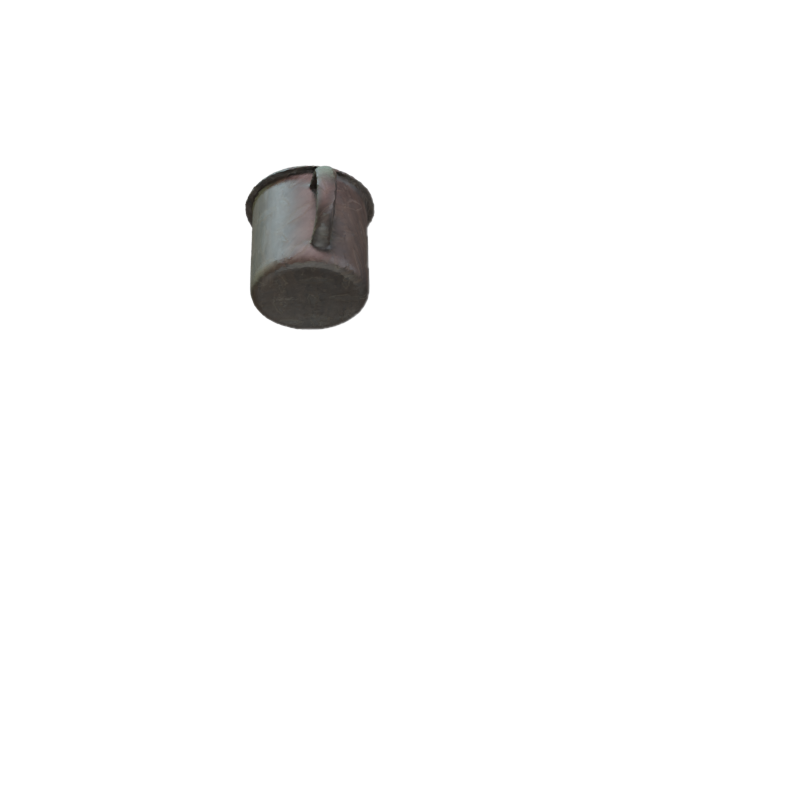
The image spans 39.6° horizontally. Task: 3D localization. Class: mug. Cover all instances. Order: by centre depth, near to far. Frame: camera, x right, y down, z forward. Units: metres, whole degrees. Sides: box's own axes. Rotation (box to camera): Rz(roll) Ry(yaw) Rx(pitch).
[{"bbox_3d":[-0.060,-0.109,0.764,0.091,0.087,0.111,8,-36,-13],"label":"mug"}]
